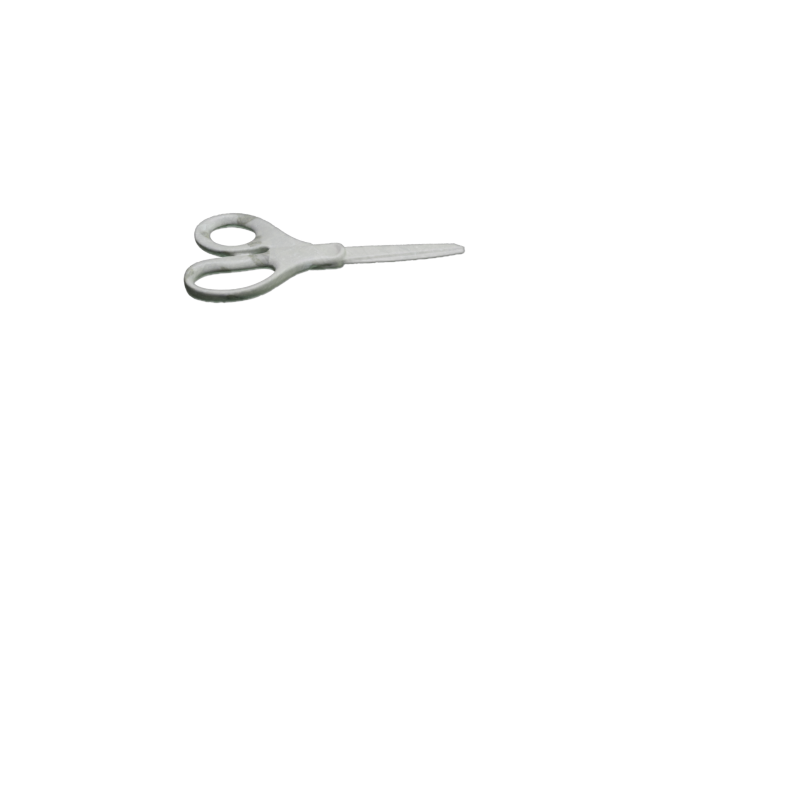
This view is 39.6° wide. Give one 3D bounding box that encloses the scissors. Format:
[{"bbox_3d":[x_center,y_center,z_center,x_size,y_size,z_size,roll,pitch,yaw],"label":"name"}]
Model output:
[{"bbox_3d":[-0.064,-0.116,0.813,0.199,0.015,0.104,-15,47,-15],"label":"scissors"}]
